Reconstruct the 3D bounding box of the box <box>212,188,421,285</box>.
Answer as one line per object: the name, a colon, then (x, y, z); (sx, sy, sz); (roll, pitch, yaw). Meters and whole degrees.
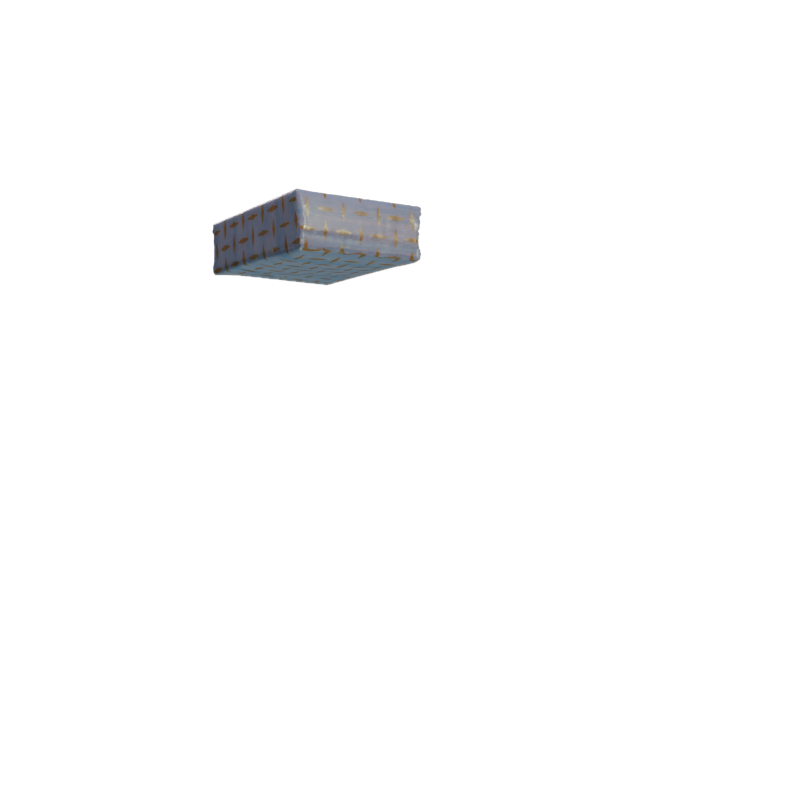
box: (-0.055, -0.100, 0.698); (0.086, 0.039, 0.116); (2, -3, -34)
